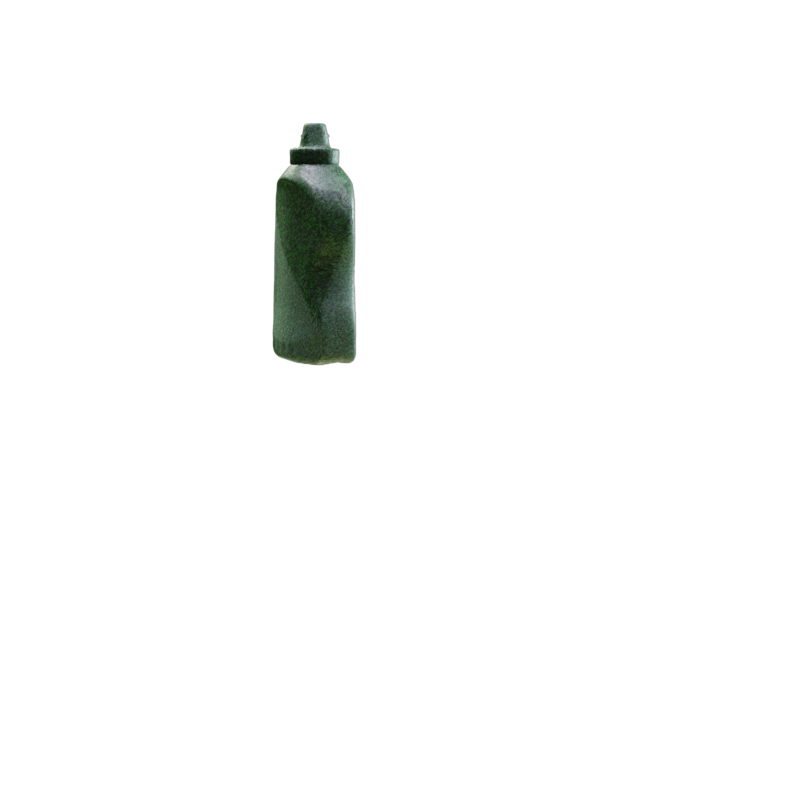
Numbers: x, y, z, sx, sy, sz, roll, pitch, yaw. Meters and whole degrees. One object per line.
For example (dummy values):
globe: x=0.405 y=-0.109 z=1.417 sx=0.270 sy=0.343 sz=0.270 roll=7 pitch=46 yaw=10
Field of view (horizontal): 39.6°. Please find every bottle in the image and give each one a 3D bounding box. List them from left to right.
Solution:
bottle: x=-0.070 y=-0.129 z=0.903 sx=0.057 sy=0.190 sz=0.100 roll=-1 pitch=4 yaw=-26
